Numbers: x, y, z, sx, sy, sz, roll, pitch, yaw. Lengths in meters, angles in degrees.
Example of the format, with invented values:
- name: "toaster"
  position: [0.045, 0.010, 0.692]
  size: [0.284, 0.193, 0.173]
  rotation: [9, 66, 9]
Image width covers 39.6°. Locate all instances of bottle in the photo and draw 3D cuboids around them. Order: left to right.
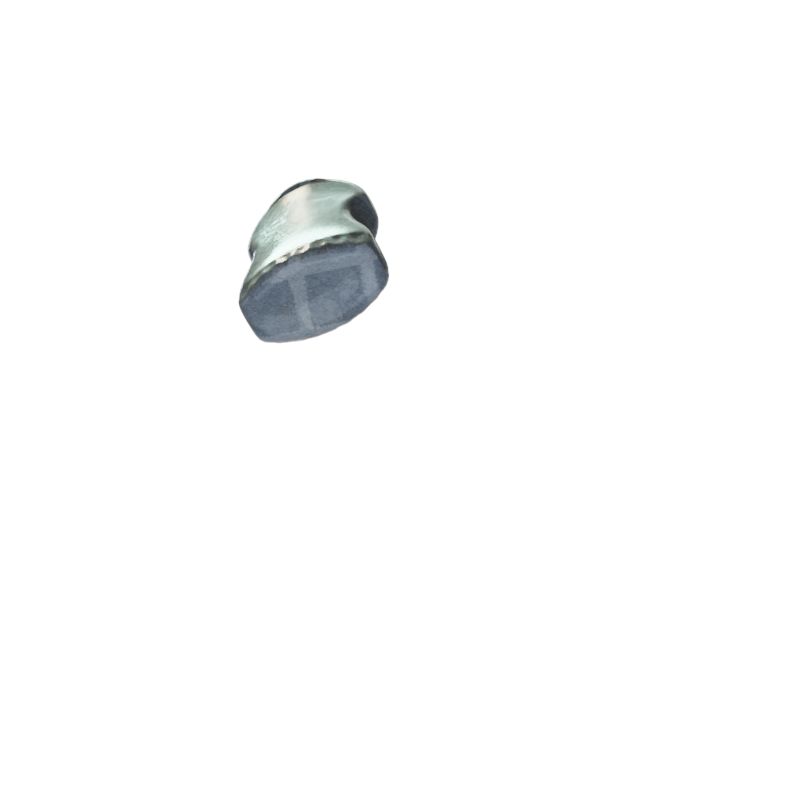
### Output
- name: "bottle"
  position: [-0.062, -0.112, 0.783]
  size: [0.096, 0.055, 0.203]
  rotation: [-26, 26, 10]
